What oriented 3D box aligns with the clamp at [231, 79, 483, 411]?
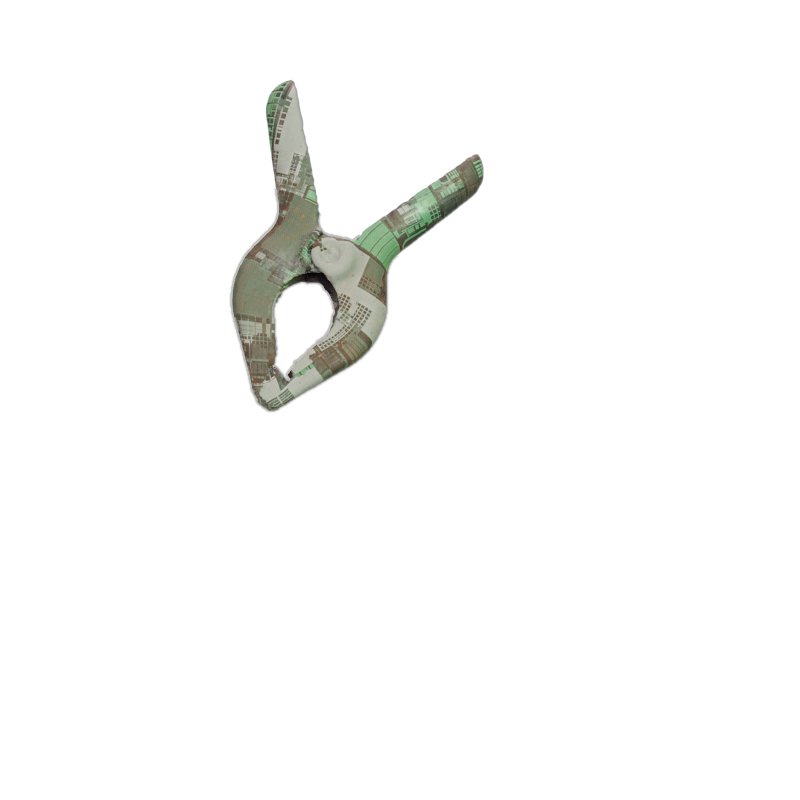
[{"bbox_3d":[-0.045,-0.082,0.572,0.123,0.175,0.038,28,-16,8],"label":"clamp"}]
